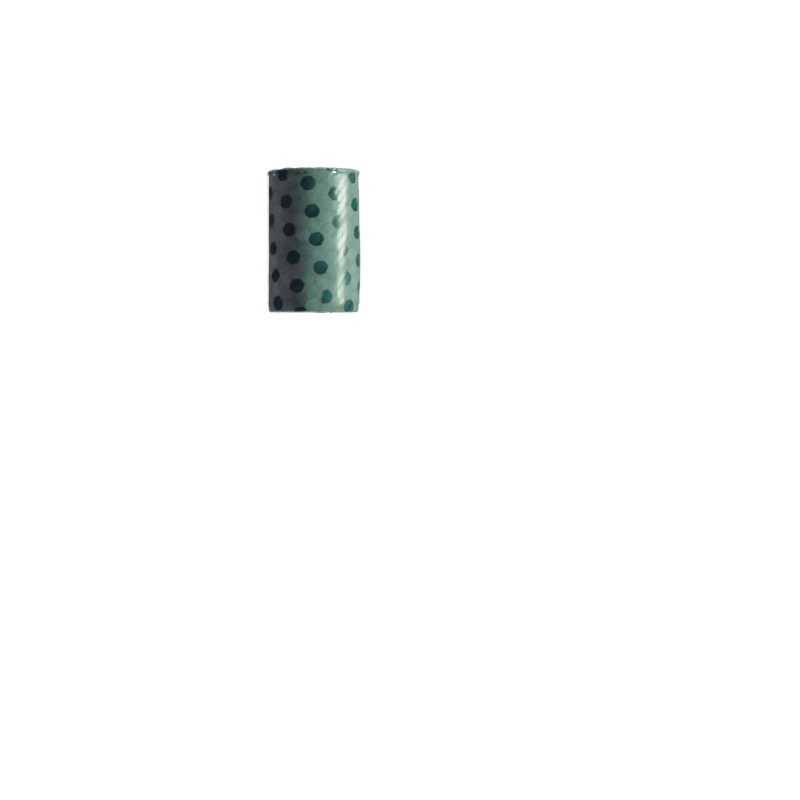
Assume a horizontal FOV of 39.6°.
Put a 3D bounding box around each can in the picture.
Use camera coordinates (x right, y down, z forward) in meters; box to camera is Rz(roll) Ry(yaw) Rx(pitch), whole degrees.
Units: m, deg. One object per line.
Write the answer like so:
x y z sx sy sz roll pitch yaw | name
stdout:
-0.063 -0.115 0.805 0.068 0.103 0.069 0 0 -2 | can
